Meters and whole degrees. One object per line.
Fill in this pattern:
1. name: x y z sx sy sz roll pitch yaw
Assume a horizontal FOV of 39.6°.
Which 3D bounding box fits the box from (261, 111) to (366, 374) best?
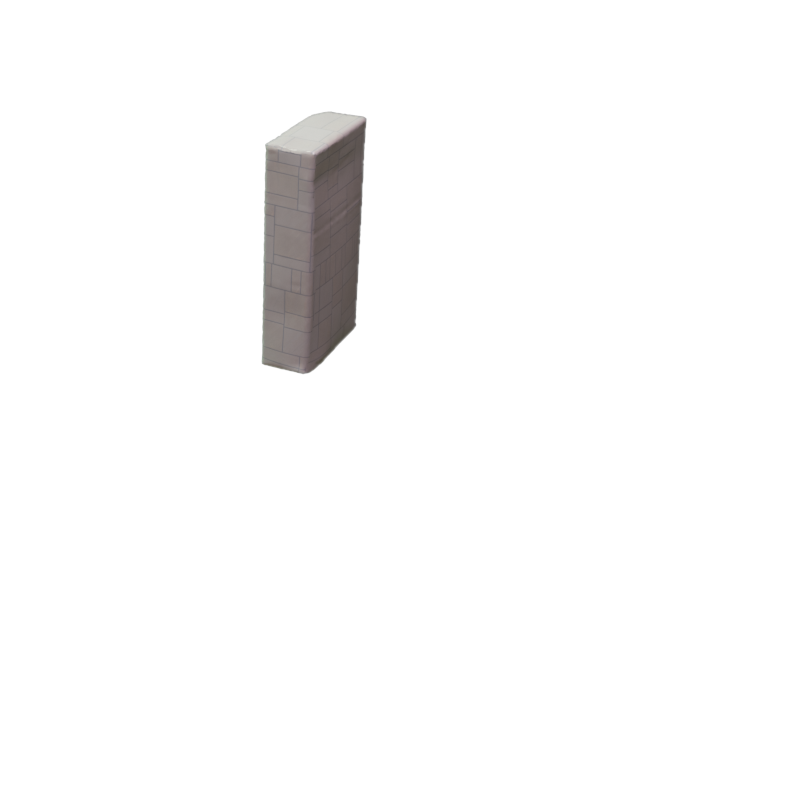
1. box: -0.064 -0.117 0.820 0.050 0.167 0.095 11 27 19
